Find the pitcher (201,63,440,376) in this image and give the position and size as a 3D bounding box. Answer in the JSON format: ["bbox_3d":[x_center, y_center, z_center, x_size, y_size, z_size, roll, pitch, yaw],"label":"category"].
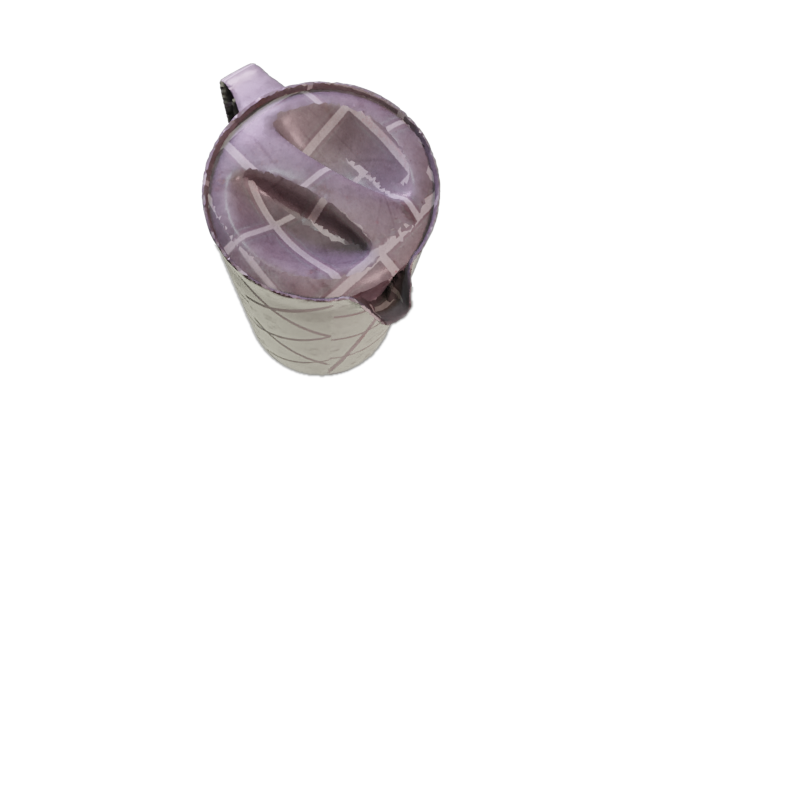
[{"bbox_3d":[-0.057,-0.104,0.726,0.145,0.154,0.234,12,-15,0],"label":"pitcher"}]
